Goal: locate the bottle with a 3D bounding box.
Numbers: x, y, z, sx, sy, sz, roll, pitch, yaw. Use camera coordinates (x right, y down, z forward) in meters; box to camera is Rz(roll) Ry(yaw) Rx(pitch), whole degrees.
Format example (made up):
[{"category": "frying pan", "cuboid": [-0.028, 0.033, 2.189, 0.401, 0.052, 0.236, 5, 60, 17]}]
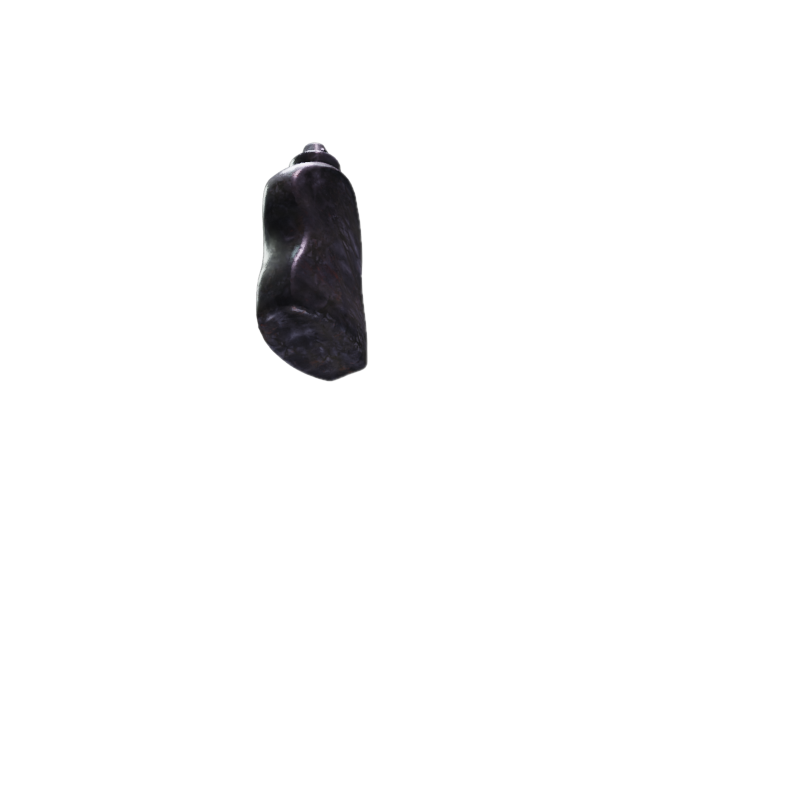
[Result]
[{"category": "bottle", "cuboid": [-0.063, -0.116, 0.811, 0.059, 0.206, 0.089, -25, -43, 25]}]
